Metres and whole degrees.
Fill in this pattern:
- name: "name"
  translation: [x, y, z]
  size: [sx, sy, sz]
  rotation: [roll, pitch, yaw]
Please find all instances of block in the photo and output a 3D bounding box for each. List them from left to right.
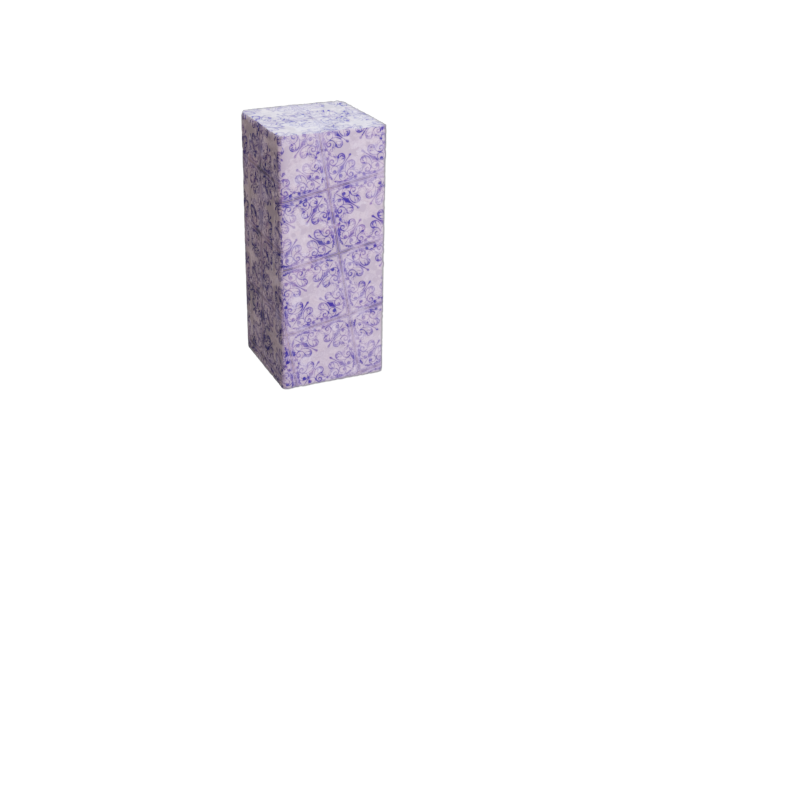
- name: "block"
  translation: [-0.070, -0.127, 0.888]
  size: [0.088, 0.196, 0.097]
  rotation: [-9, 25, -23]
